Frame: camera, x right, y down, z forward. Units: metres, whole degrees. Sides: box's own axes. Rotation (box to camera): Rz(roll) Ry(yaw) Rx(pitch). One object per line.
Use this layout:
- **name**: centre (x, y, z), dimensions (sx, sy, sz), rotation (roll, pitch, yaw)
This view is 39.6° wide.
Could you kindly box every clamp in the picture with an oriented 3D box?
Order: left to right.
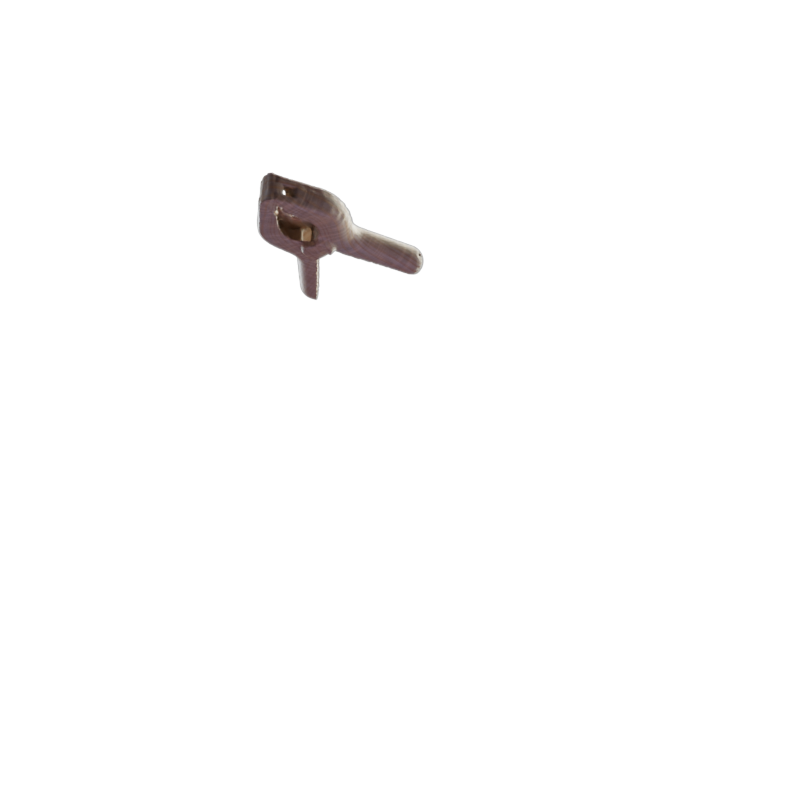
- **clamp**: centre (-0.074, -0.135, 0.948), dimensions (0.120, 0.042, 0.160), rotation (-24, -39, 32)
